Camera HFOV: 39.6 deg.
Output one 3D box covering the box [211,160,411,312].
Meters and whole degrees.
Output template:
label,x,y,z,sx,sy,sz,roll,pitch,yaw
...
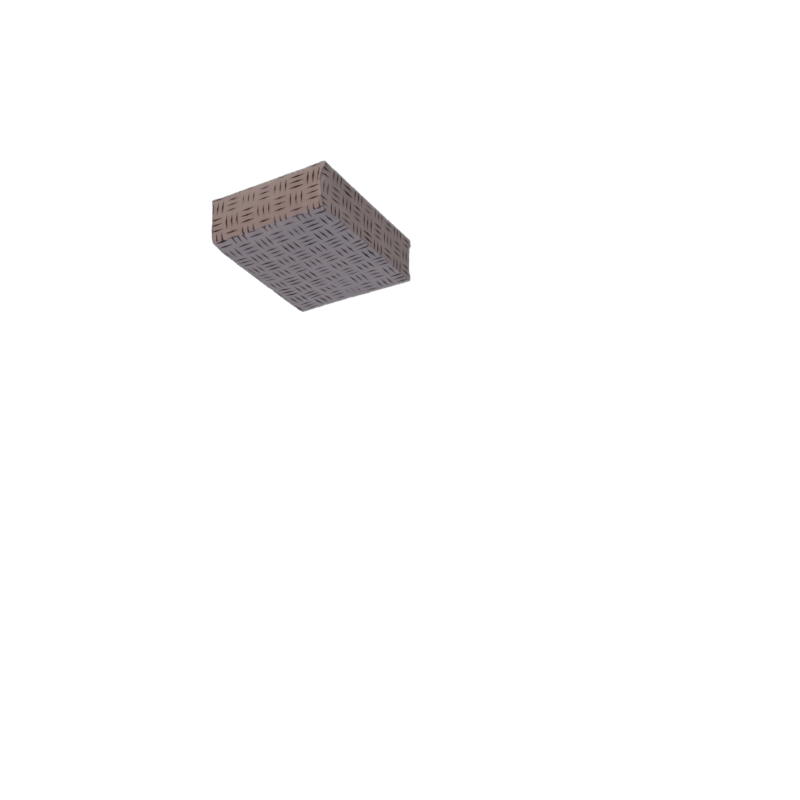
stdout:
label,x,y,z,sx,sy,sz,roll,pitch,yaw
box,-0.058,-0.105,0.736,0.091,0.041,0.105,-15,-29,28
